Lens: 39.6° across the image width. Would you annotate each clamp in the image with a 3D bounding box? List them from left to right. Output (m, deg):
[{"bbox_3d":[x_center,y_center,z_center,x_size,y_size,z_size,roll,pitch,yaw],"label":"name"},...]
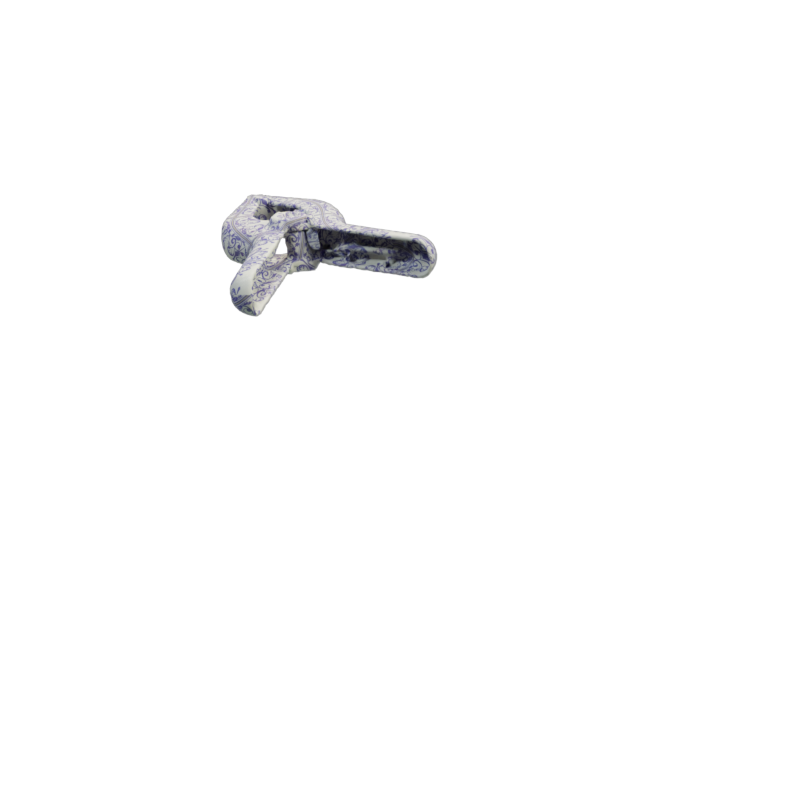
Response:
[{"bbox_3d":[-0.053,-0.097,0.679,0.118,0.037,0.182,-6,26,-12],"label":"clamp"}]
